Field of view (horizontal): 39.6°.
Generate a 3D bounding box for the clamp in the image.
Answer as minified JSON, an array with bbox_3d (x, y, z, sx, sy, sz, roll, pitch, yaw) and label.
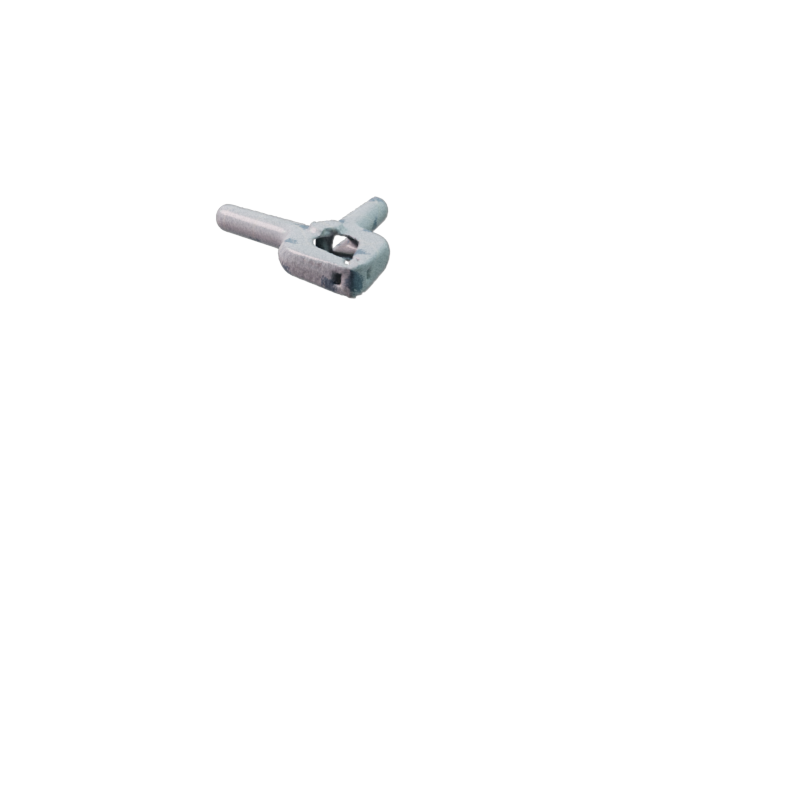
[{"bbox_3d":[-0.076,-0.138,0.968,0.163,0.035,0.222,-4,26,-8],"label":"clamp"}]
